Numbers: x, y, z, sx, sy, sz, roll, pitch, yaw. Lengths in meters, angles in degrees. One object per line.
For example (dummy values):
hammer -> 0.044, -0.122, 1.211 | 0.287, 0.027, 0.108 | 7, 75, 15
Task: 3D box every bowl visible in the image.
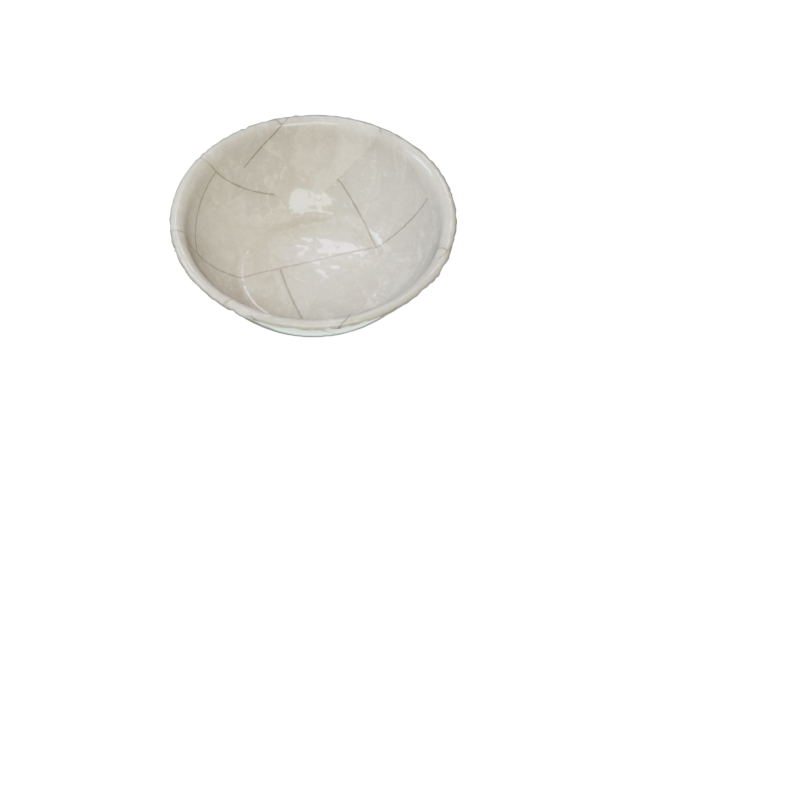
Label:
bowl -> -0.050, -0.092, 0.643 | 0.162, 0.174, 0.051 | -1, -37, -1
